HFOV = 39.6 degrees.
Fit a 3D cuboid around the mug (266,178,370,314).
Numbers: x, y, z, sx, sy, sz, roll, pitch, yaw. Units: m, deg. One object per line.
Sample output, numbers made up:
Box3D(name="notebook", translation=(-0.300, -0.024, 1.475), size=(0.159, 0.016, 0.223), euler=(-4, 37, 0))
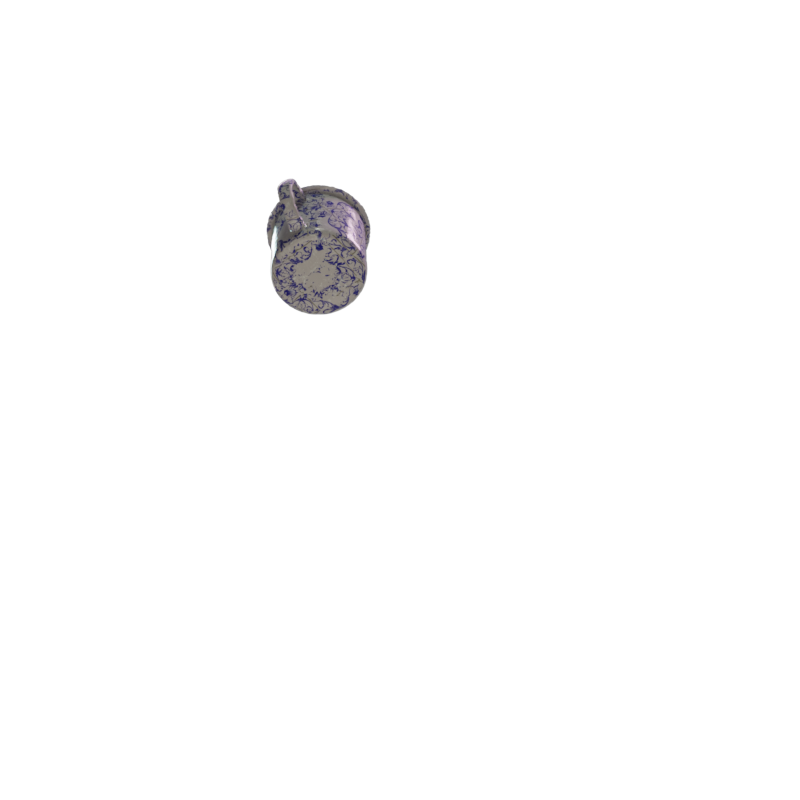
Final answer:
Box3D(name="mug", translation=(-0.075, -0.136, 0.952), size=(0.093, 0.110, 0.087), euler=(-19, 30, 10))
